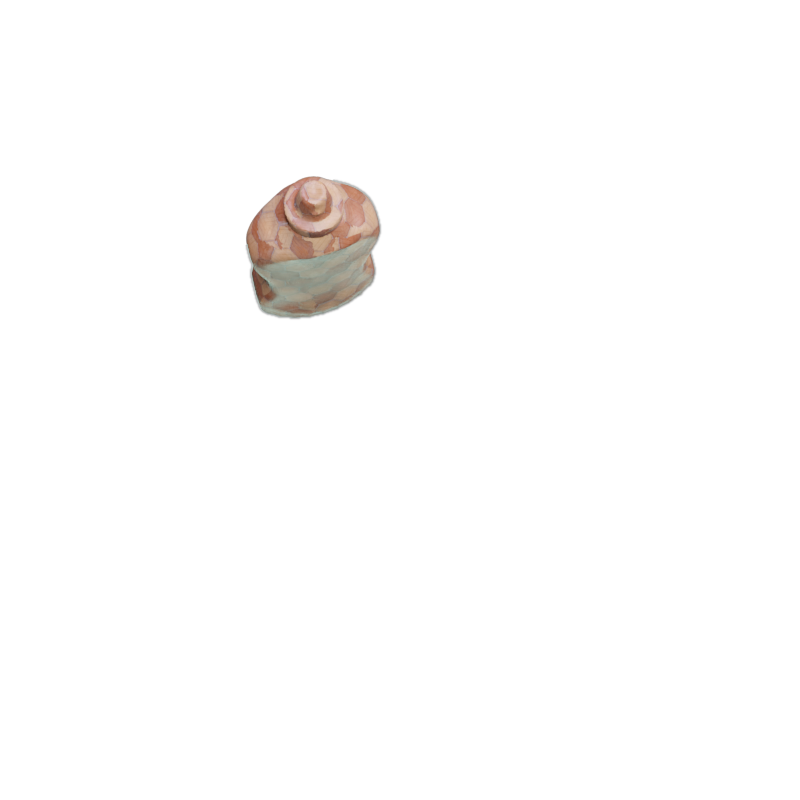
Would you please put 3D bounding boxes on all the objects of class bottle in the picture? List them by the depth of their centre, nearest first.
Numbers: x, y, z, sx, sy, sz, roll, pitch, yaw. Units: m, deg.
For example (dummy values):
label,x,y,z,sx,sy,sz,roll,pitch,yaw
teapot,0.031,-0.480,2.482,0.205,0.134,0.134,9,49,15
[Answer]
label,x,y,z,sx,sy,sz,roll,pitch,yaw
bottle,-0.063,-0.115,0.808,0.095,0.061,0.184,-13,-12,-7
